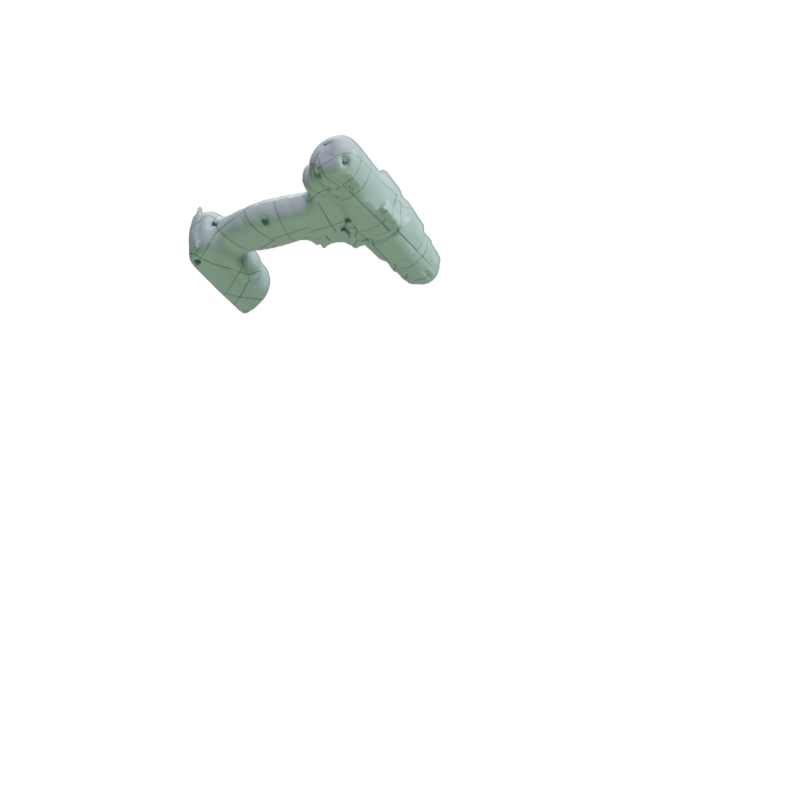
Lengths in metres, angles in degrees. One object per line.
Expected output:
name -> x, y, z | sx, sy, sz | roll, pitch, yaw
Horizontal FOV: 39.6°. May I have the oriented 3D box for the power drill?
power drill -> -0.077, -0.140, 0.978 | 0.189, 0.062, 0.170 | -19, -43, 22
